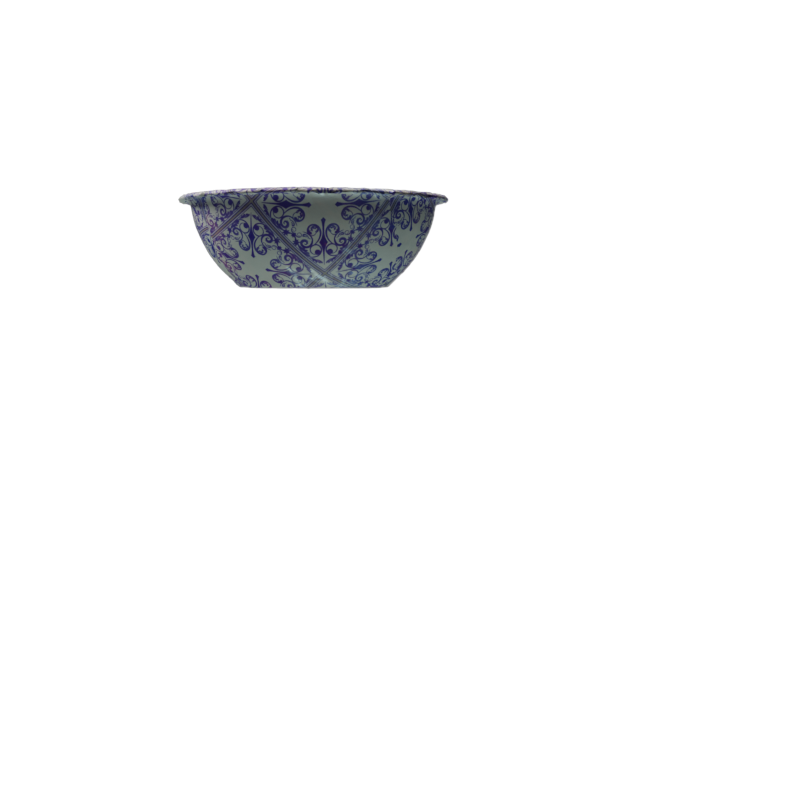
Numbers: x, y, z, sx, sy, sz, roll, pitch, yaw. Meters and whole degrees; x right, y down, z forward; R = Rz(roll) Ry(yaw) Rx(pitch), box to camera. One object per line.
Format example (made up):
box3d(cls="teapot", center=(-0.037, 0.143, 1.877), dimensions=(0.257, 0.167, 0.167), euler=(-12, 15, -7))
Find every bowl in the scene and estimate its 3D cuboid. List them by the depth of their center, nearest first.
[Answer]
box3d(cls="bowl", center=(-0.052, -0.095, 0.667), dimensions=(0.162, 0.055, 0.163), euler=(0, 6, -2))
